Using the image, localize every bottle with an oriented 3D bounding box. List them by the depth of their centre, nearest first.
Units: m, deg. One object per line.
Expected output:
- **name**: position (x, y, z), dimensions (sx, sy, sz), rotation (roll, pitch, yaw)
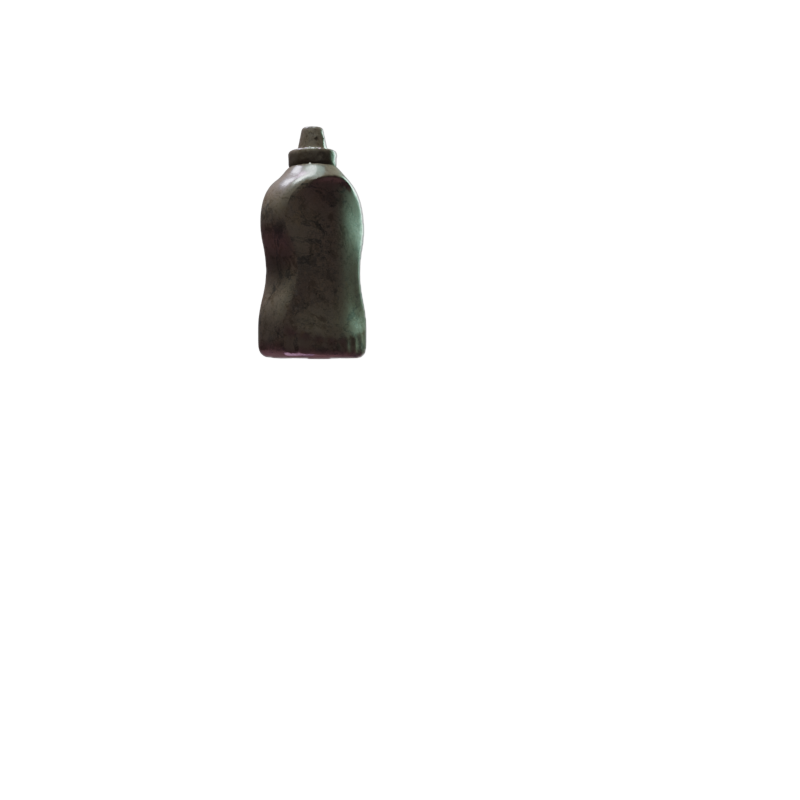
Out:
- **bottle**: position (-0.072, -0.131, 0.915), dimensions (0.092, 0.195, 0.060), rotation (4, -8, -41)
